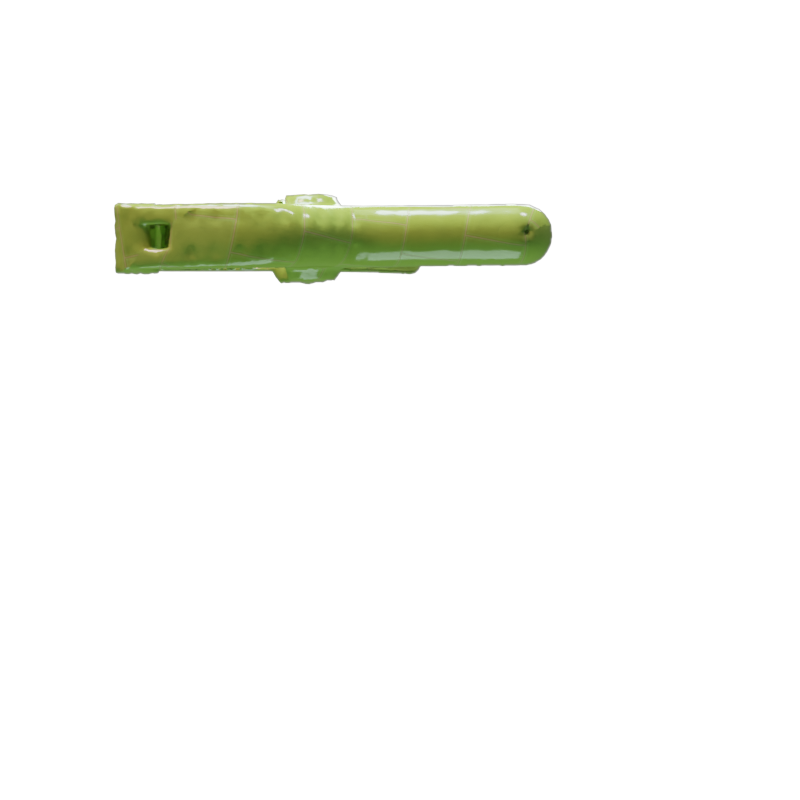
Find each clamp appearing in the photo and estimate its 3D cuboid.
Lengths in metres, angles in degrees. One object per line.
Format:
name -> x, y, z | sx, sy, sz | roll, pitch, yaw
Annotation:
clamp -> -0.037, -0.067, 0.472 | 0.168, 0.040, 0.121 | 1, -3, -16
